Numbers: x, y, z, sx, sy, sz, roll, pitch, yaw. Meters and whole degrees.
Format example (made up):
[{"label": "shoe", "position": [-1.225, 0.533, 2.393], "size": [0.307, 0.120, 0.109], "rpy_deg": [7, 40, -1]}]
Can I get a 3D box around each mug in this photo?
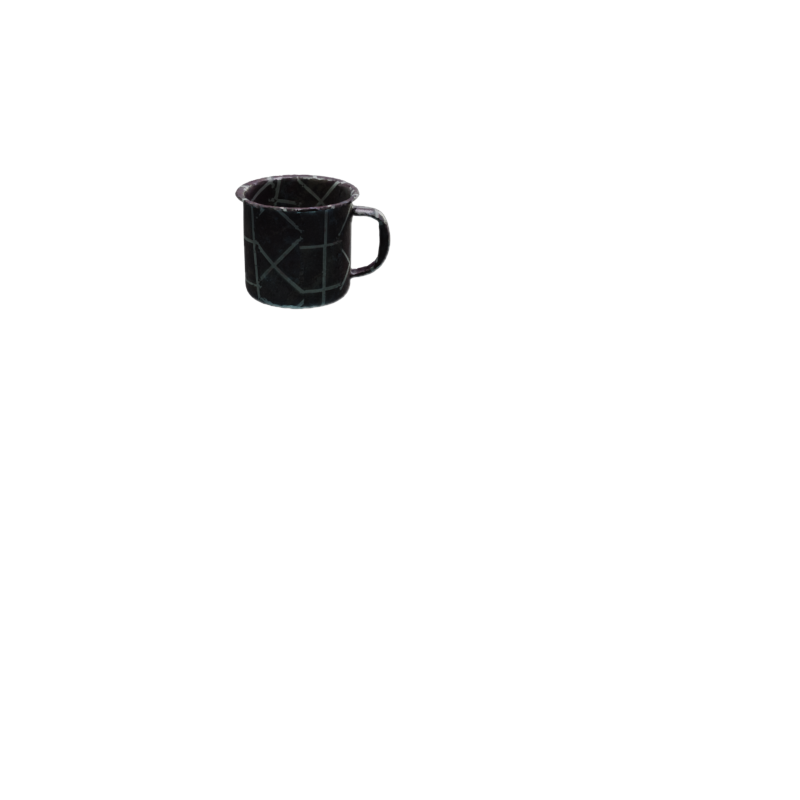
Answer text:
[{"label": "mug", "position": [-0.066, -0.121, 0.844], "size": [0.117, 0.078, 0.098], "rpy_deg": [0, 24, -2]}]
